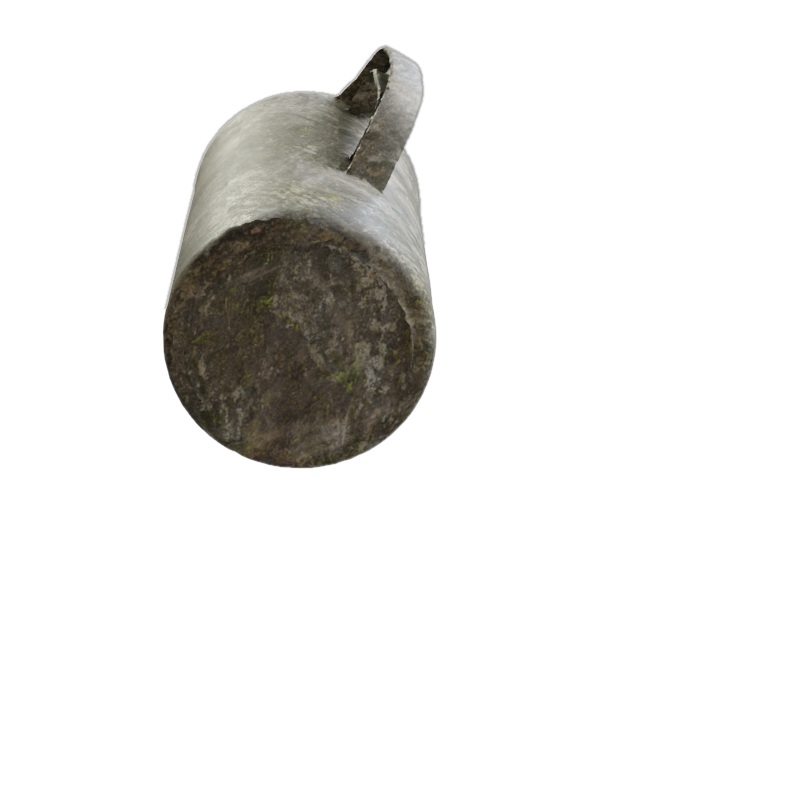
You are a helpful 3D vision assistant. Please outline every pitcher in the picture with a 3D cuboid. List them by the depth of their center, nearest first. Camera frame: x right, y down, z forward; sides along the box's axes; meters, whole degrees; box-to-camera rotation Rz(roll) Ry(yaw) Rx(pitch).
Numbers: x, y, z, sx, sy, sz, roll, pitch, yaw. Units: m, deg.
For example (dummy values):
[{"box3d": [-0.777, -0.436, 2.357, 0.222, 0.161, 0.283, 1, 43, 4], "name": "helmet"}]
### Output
[{"box3d": [-0.042, -0.077, 0.538, 0.145, 0.142, 0.254, -14, 21, 2], "name": "pitcher"}]
